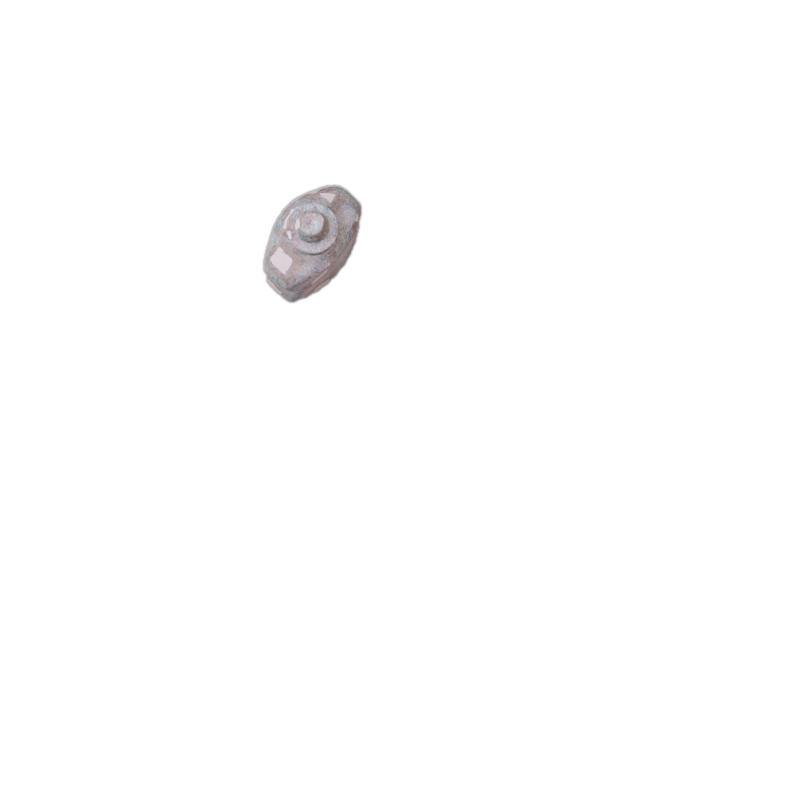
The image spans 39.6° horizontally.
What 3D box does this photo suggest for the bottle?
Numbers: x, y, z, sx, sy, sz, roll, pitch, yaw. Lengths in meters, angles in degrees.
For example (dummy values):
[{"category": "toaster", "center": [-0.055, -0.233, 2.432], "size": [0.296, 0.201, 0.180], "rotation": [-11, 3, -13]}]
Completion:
[{"category": "bottle", "center": [-0.073, -0.133, 0.929], "size": [0.059, 0.096, 0.190], "rotation": [43, -3, -3]}]
